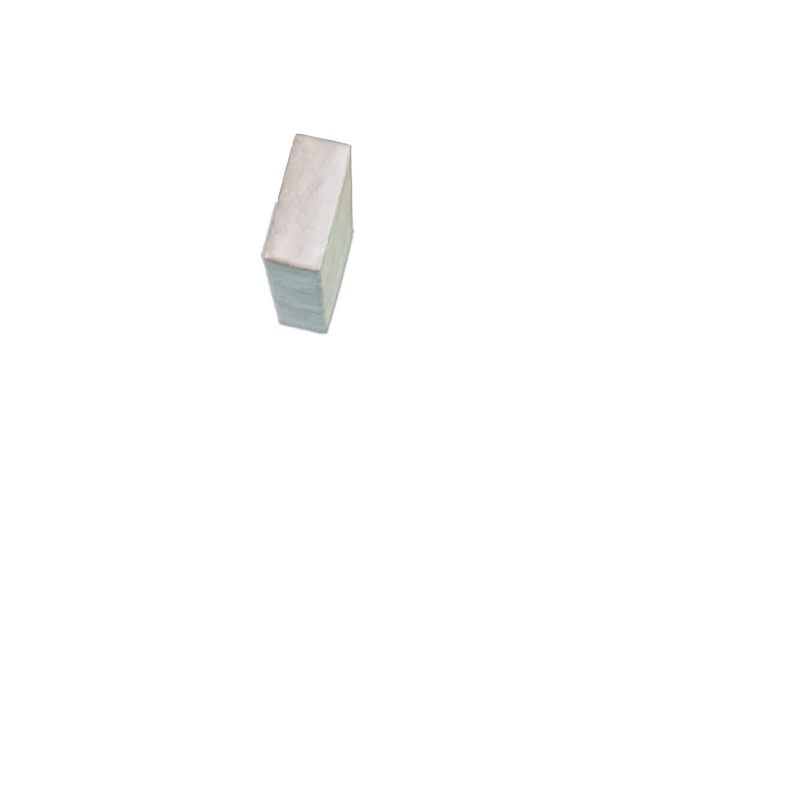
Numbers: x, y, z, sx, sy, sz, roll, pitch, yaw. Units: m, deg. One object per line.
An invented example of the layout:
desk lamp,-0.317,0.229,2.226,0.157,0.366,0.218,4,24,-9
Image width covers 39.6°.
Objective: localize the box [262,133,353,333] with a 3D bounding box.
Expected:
box,-0.063,-0.115,0.804,0.048,0.096,0.171,13,-11,-2
